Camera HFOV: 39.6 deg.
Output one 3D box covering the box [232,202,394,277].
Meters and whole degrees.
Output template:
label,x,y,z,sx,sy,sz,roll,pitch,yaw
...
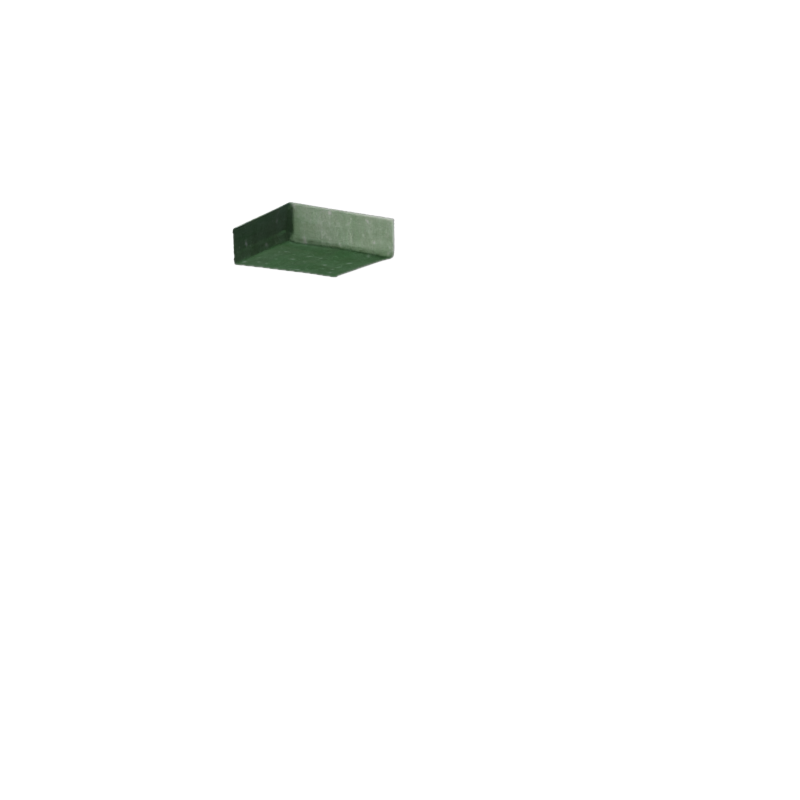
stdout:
label,x,y,z,sx,sy,sz,roll,pitch,yaw
box,-0.075,-0.136,0.954,0.108,0.040,0.091,6,-10,-36
